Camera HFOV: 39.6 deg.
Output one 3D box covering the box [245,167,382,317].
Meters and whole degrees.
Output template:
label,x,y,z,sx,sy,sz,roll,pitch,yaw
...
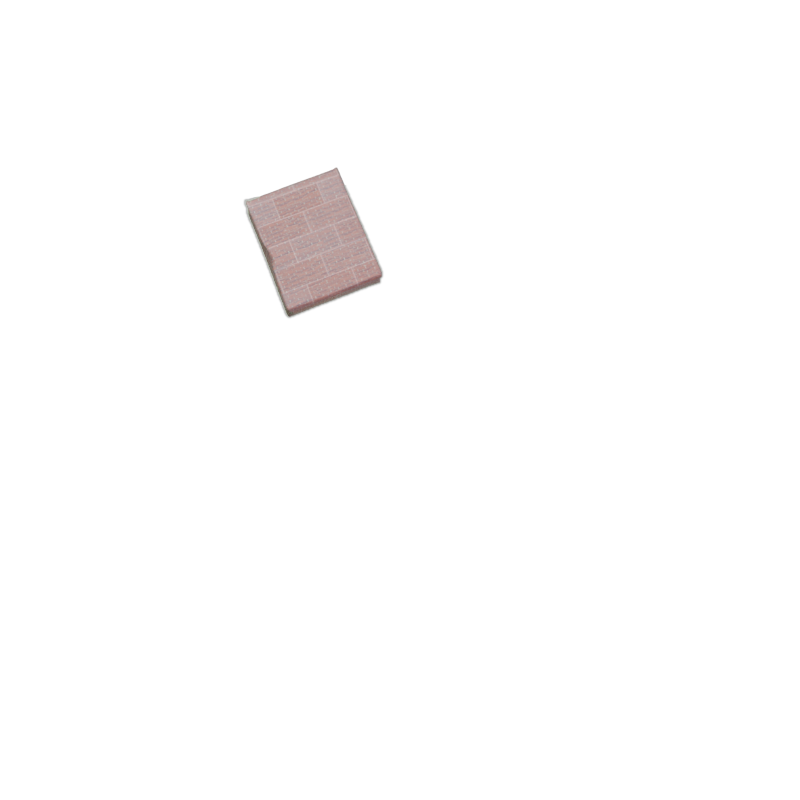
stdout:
label,x,y,z,sx,sy,sz,roll,pitch,yaw
box,-0.063,-0.114,0.800,0.073,0.093,0.029,-21,-13,-6
